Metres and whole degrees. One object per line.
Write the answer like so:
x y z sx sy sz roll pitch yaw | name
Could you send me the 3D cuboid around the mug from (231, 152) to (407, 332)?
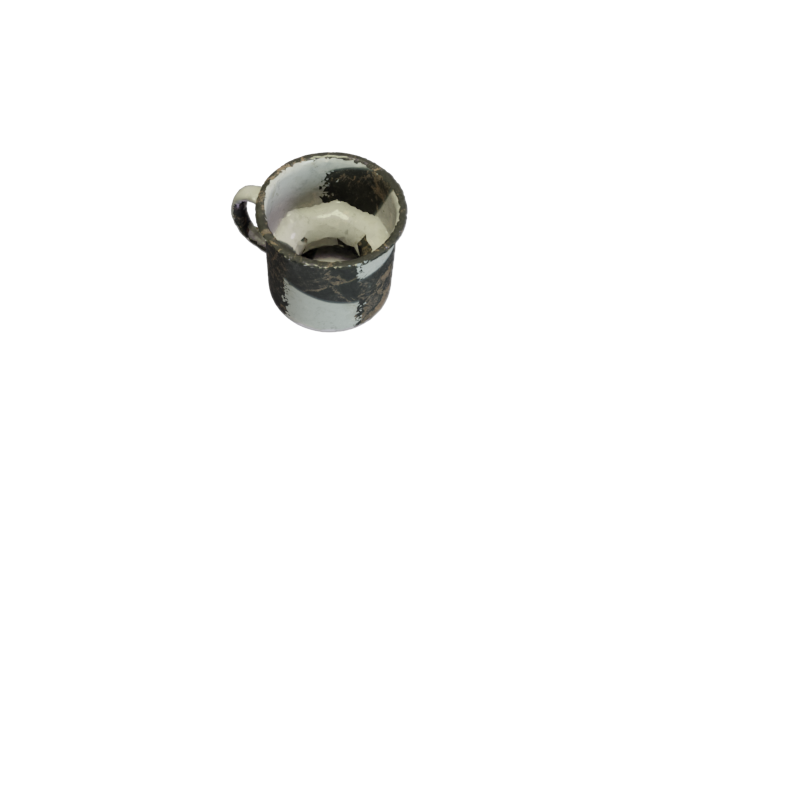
-0.055 -0.101 0.708 0.120 0.097 0.076 20 -33 12 | mug
